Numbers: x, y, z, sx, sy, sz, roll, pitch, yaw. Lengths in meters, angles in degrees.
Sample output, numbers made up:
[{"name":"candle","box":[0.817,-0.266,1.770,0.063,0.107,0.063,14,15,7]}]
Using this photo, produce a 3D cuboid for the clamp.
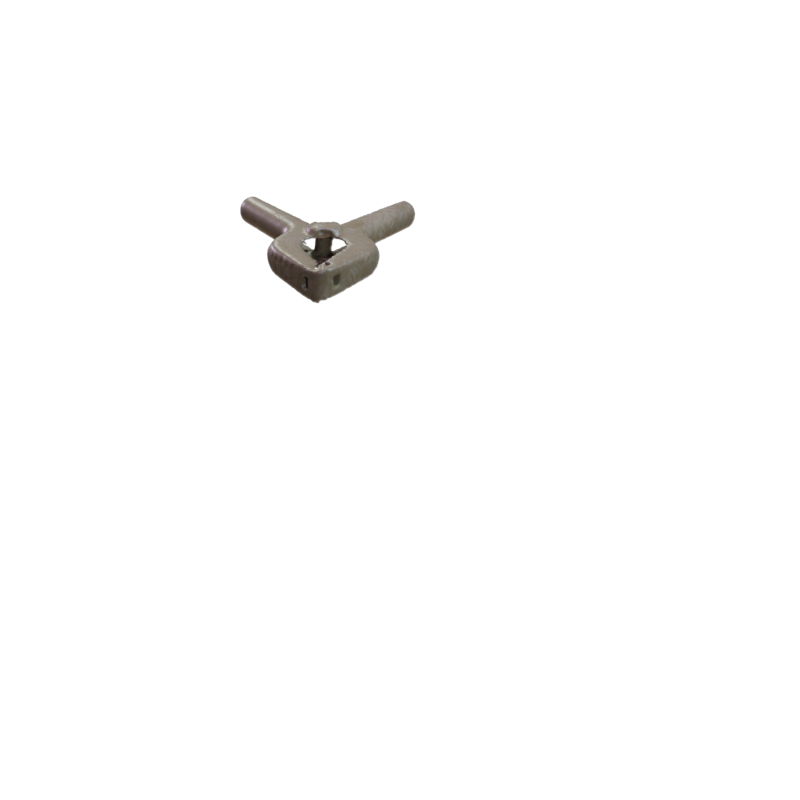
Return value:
[{"name":"clamp","box":[-0.076,-0.139,0.974,0.166,0.035,0.219,3,27,6]}]
